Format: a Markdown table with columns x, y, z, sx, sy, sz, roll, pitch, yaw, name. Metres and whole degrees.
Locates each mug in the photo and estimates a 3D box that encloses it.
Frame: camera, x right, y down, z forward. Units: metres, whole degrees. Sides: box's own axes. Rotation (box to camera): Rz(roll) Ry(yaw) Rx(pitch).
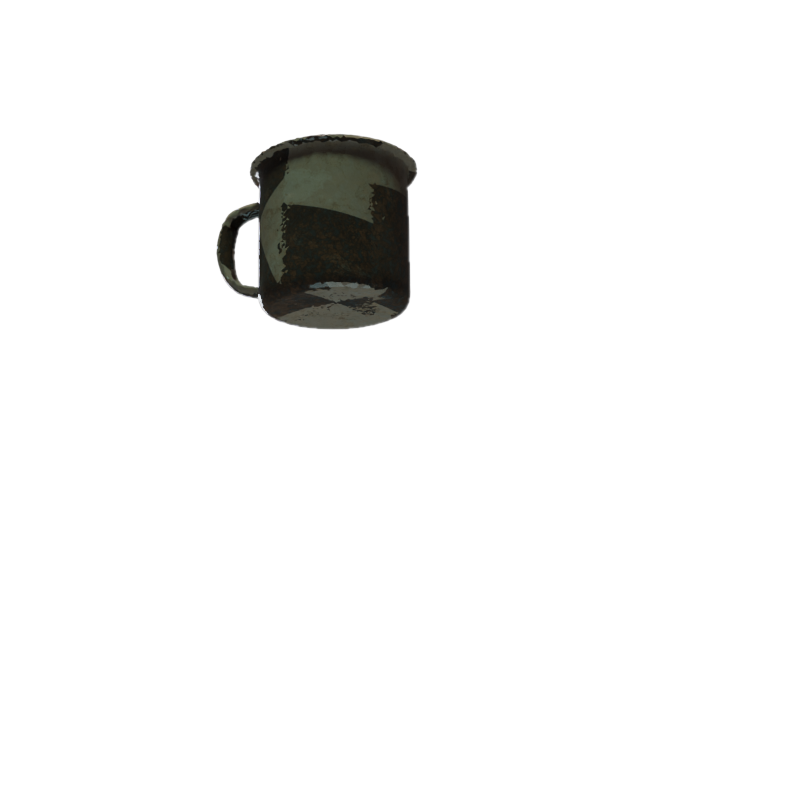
| x | y | z | sx | sy | sz | roll | pitch | yaw | name |
| --- | --- | --- | --- | --- | --- | --- | --- | --- | --- |
| -0.047 | -0.087 | 0.606 | 0.119 | 0.085 | 0.088 | -6 | -18 | 19 | mug |
